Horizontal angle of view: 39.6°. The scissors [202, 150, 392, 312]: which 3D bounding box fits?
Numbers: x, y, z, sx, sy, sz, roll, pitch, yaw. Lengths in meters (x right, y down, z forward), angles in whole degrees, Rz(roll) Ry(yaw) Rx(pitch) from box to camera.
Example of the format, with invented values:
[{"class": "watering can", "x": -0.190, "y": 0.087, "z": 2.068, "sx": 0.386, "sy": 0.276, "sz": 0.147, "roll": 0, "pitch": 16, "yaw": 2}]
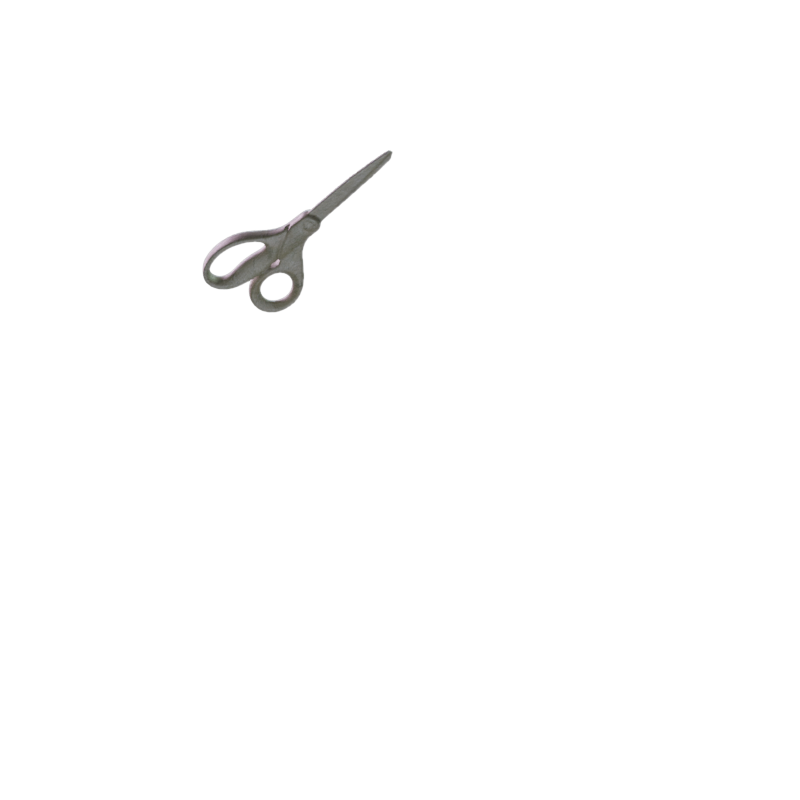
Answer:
[{"class": "scissors", "x": -0.073, "y": -0.134, "z": 0.937, "sx": 0.202, "sy": 0.017, "sz": 0.089, "roll": -23, "pitch": -52, "yaw": 19}]
